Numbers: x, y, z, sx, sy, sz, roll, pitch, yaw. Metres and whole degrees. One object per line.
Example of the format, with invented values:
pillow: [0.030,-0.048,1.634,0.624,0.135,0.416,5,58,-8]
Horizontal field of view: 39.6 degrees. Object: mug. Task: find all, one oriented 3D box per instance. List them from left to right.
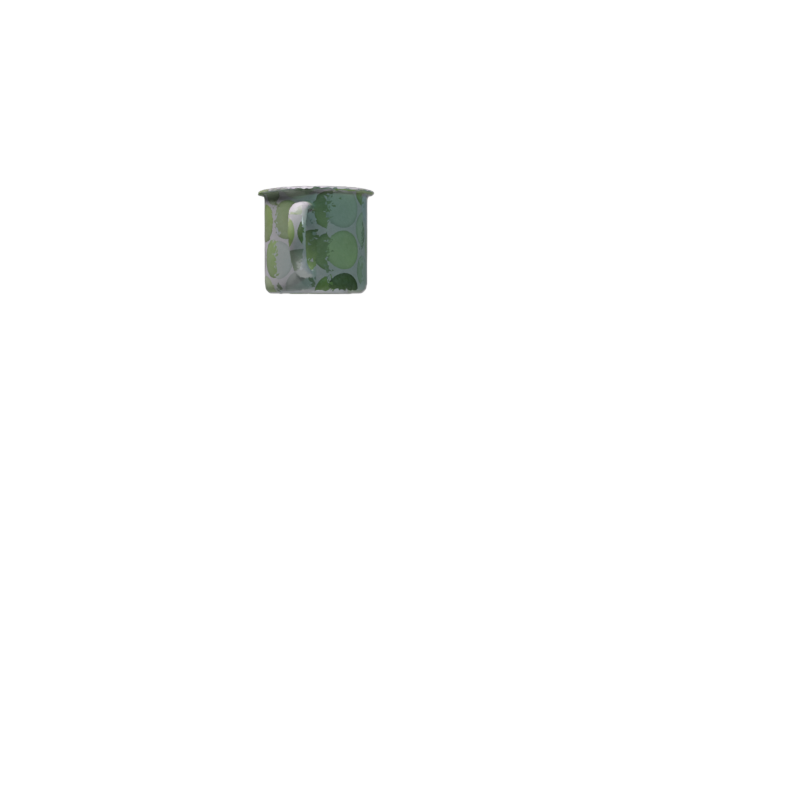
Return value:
mug: [-0.068,-0.124,0.871,0.094,0.082,0.116,0,2,7]
